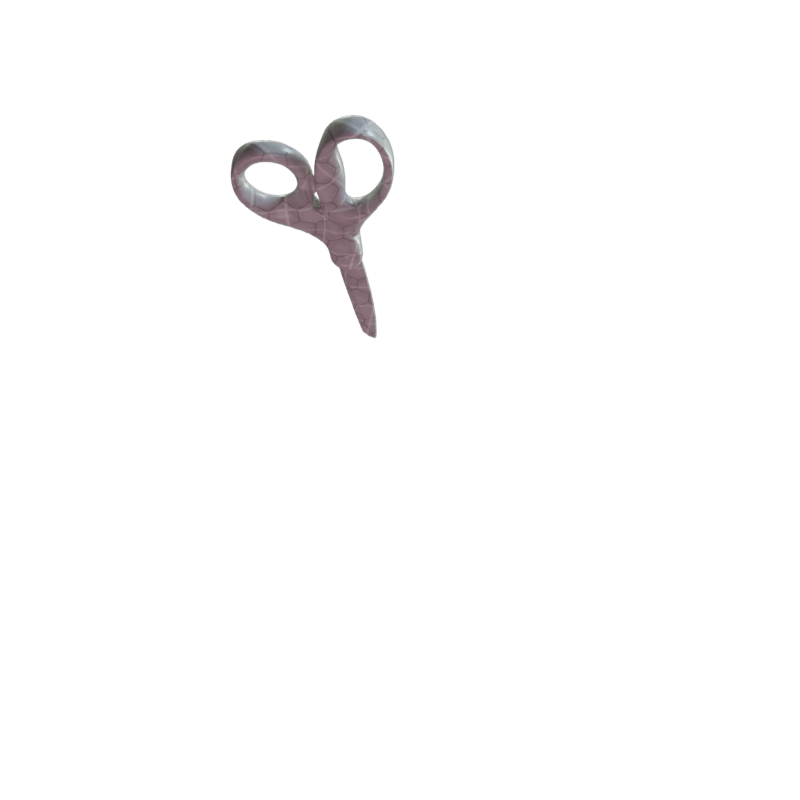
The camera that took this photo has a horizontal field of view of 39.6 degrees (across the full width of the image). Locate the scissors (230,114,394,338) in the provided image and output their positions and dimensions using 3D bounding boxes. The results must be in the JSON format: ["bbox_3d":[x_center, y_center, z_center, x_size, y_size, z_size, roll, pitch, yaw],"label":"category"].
[{"bbox_3d":[-0.050,-0.091,0.640,0.095,0.017,0.190,4,-32,-6],"label":"scissors"}]
